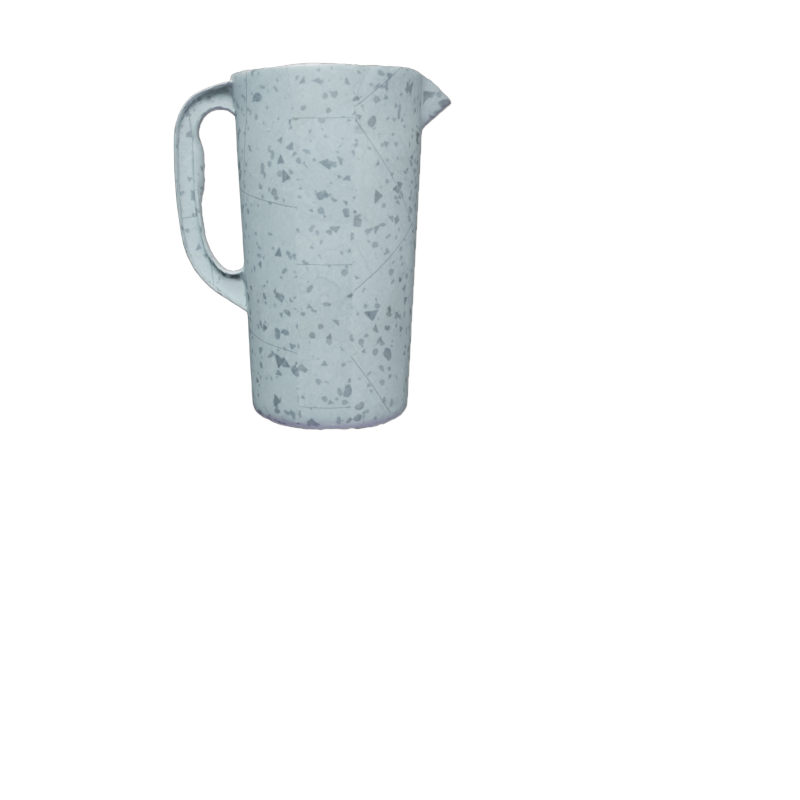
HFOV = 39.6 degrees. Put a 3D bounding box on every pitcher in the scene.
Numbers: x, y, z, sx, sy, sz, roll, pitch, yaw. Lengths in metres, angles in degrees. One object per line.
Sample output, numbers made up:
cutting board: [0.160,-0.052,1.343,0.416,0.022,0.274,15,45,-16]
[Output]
pitcher: [-0.060,-0.109,0.762,0.156,0.241,0.140,5,7,41]
